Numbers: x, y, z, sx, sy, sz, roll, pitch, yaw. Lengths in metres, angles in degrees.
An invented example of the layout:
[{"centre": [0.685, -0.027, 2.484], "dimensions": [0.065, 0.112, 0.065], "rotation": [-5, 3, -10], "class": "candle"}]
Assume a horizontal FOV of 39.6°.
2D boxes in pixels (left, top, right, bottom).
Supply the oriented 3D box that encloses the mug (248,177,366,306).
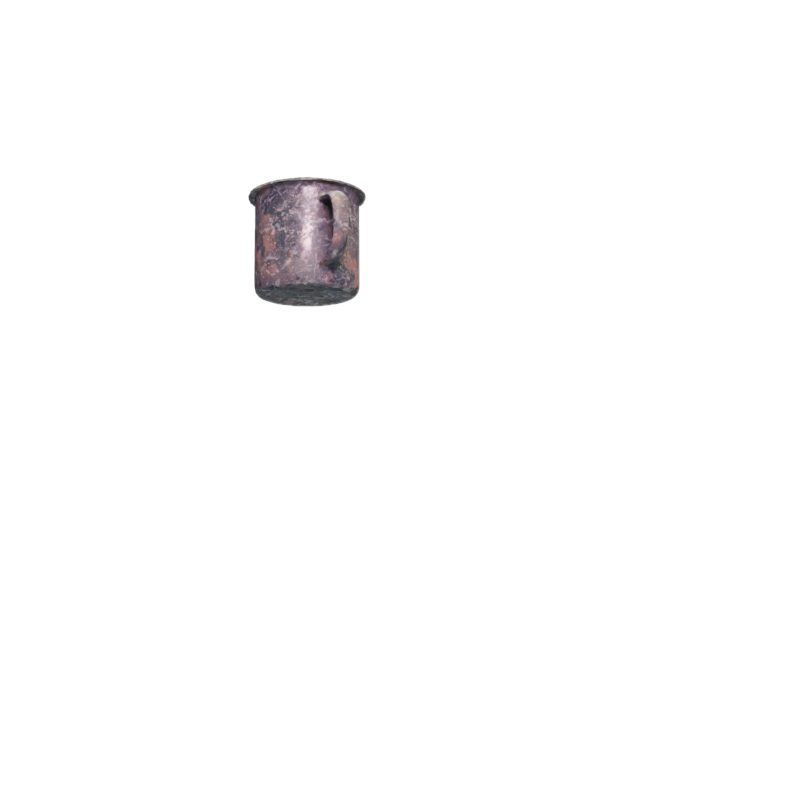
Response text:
[{"centre": [-0.067, -0.122, 0.854], "dimensions": [0.090, 0.084, 0.118], "rotation": [6, -13, -27], "class": "mug"}]
